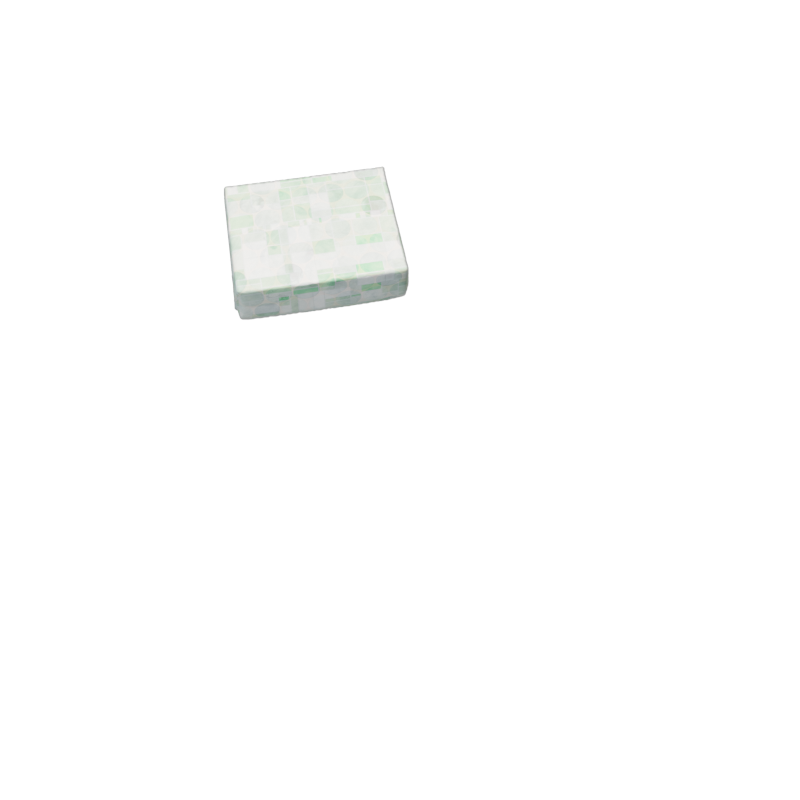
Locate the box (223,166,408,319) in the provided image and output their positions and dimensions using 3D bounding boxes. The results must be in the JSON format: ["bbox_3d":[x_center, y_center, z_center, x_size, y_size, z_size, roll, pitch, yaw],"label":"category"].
[{"bbox_3d":[-0.057,-0.105,0.735,0.113,0.097,0.036,-7,-34,-6],"label":"box"}]
